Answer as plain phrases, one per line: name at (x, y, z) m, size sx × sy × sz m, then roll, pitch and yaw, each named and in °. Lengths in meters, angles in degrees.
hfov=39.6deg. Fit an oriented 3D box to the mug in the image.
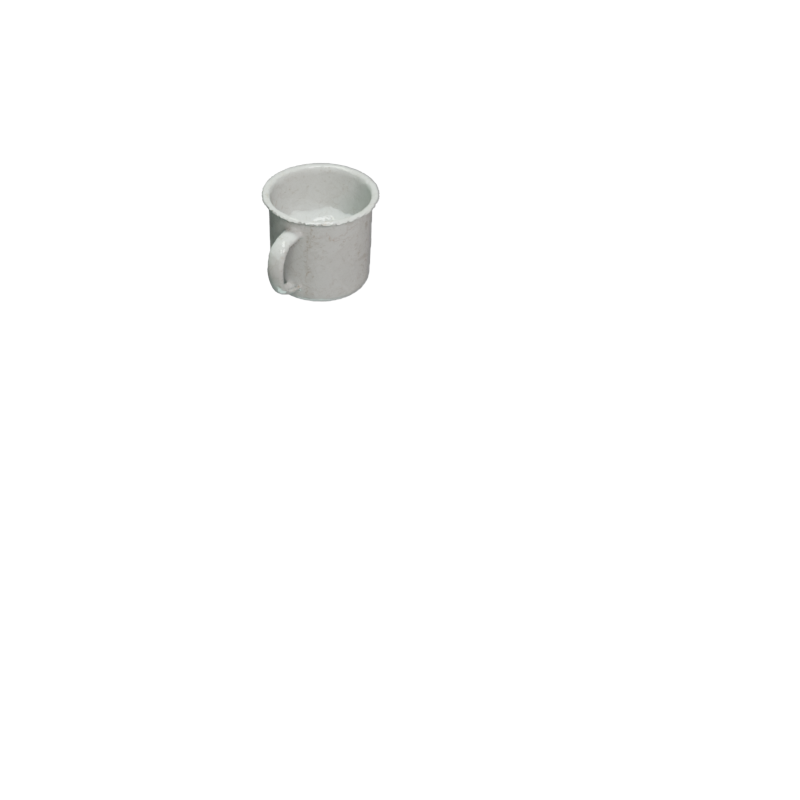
mug at (-0.069, -0.127, 0.886) m, size 0.097 × 0.076 × 0.120 m, roll 17°, pitch 41°, yaw 19°
